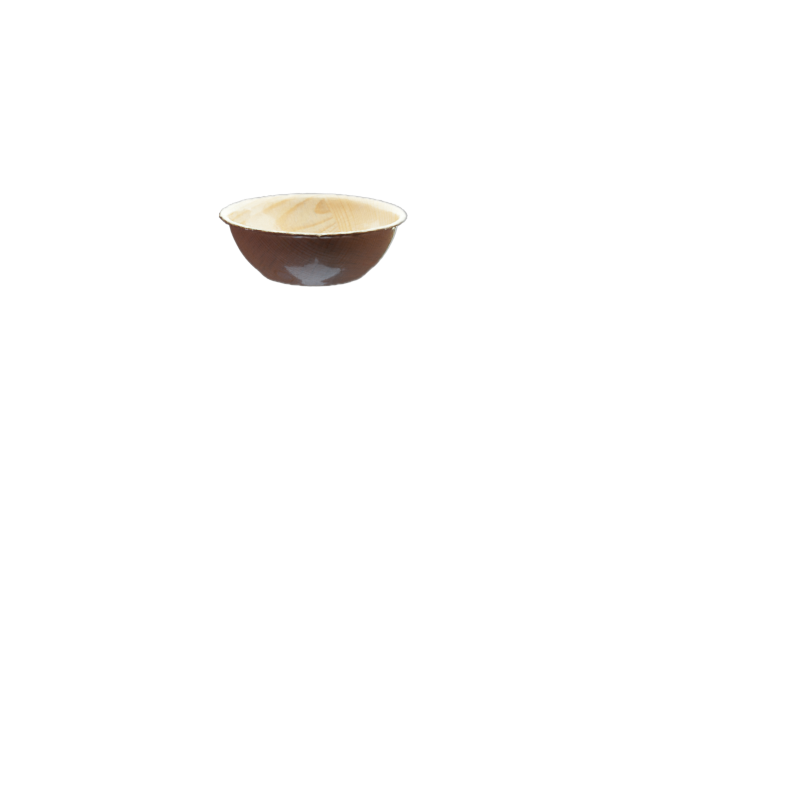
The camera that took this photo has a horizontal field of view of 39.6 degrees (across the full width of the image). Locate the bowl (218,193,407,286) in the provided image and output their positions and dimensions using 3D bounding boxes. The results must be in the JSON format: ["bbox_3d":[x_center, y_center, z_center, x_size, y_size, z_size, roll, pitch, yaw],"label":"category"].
[{"bbox_3d":[-0.075,-0.137,0.959,0.162,0.053,0.169,-1,21,-2],"label":"bowl"}]
